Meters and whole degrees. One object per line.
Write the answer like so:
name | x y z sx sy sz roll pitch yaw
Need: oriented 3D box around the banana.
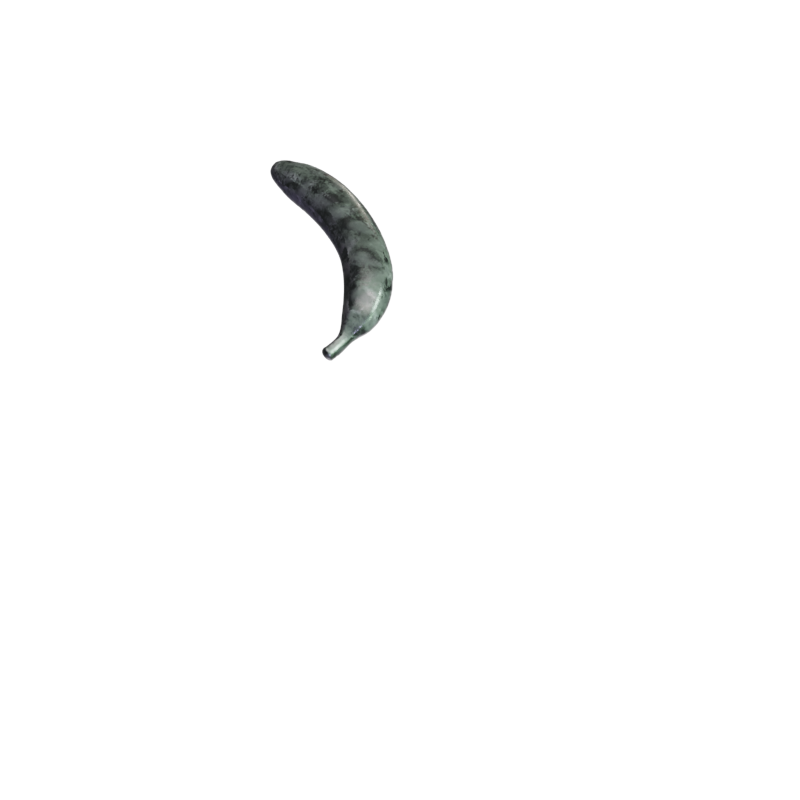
banana | -0.048 -0.122 0.856 0.069 0.214 0.034 -11 -38 -10
